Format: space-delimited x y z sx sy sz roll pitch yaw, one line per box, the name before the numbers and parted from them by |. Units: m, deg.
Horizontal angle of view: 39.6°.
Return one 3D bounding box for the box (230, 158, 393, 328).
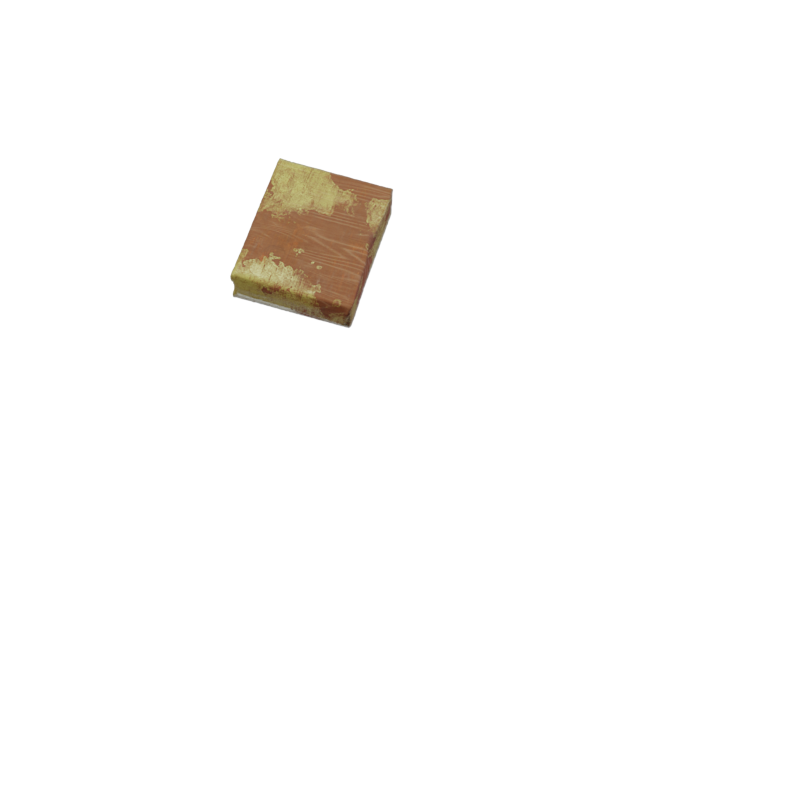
box | -0.051 -0.093 0.653 0.074 0.093 0.028 15 -29 8
